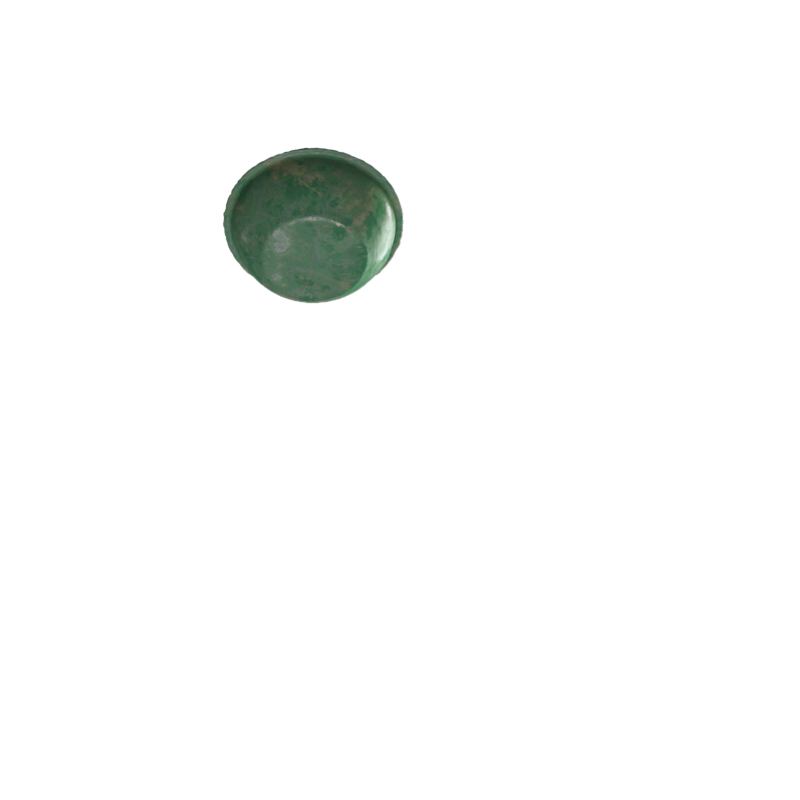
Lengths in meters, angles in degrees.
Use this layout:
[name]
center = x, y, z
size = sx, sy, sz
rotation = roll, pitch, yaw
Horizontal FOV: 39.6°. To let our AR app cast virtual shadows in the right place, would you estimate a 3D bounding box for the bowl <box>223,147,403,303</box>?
[bowl]
center = -0.076, -0.139, 0.974
size = 0.162, 0.151, 0.059
rotation = 1, 39, -1
